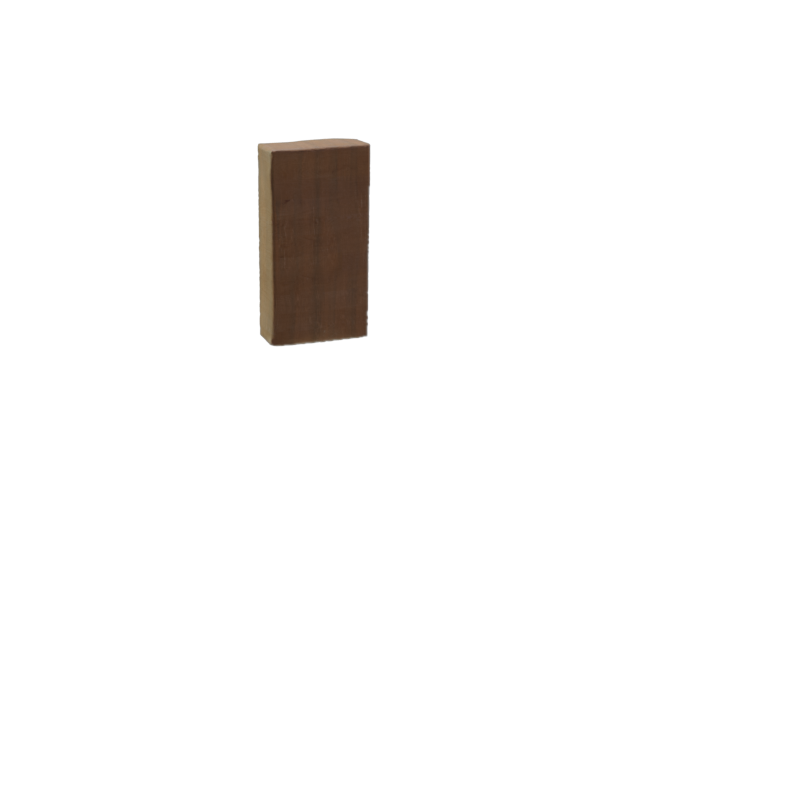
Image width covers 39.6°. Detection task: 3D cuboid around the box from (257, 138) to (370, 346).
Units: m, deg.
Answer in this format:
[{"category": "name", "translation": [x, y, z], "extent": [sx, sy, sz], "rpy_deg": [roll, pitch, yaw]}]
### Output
[{"category": "box", "translation": [-0.076, -0.139, 0.971], "extent": [0.091, 0.171, 0.051], "rpy_deg": [-5, 15, -22]}]
